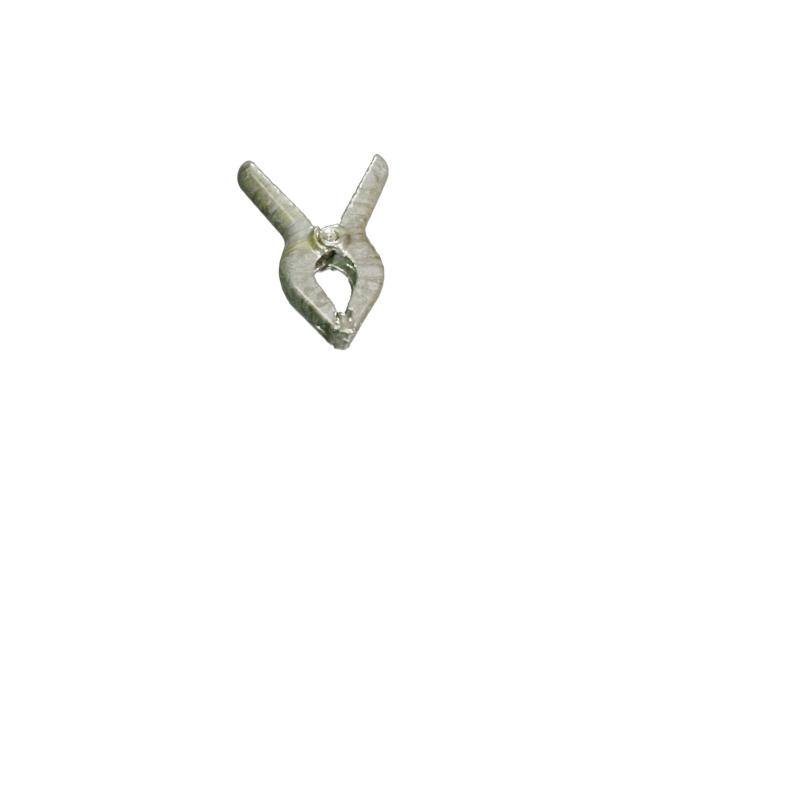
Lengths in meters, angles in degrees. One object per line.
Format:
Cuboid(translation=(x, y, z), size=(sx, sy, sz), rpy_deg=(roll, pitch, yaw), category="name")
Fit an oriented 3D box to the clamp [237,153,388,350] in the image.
Cuboid(translation=(-0.066, -0.121, 0.845), size=(0.120, 0.183, 0.037), rpy_deg=(-1, -33, -1), category="clamp")
